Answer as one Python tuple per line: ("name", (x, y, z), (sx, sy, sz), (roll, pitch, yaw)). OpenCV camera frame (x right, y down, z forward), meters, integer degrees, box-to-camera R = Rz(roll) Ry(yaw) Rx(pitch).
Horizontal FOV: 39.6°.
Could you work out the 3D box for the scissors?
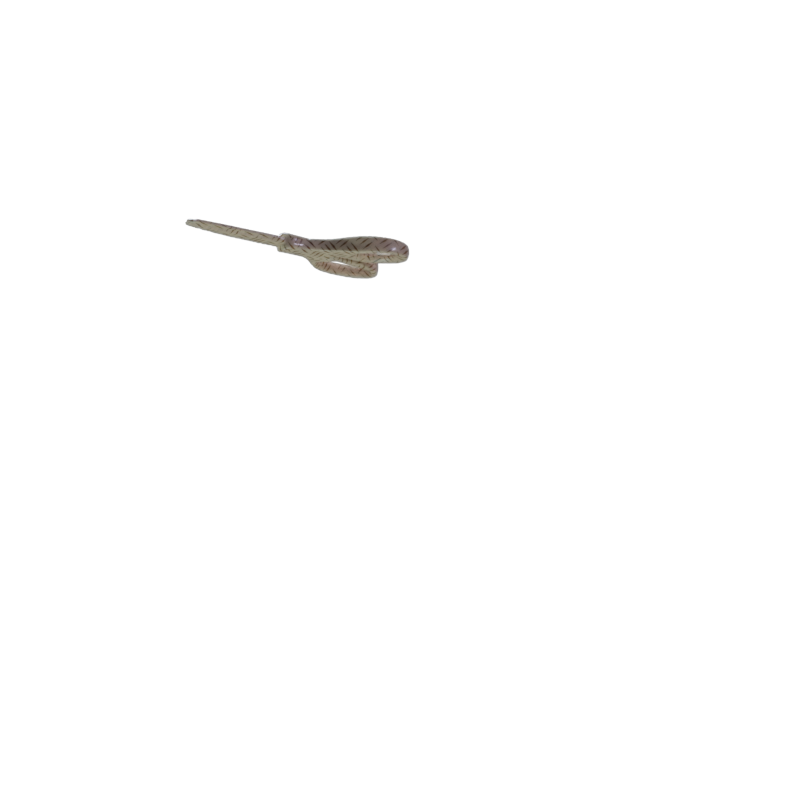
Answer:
("scissors", (-0.071, -0.129, 0.903), (0.098, 0.016, 0.190), (-7, -12, 35))
